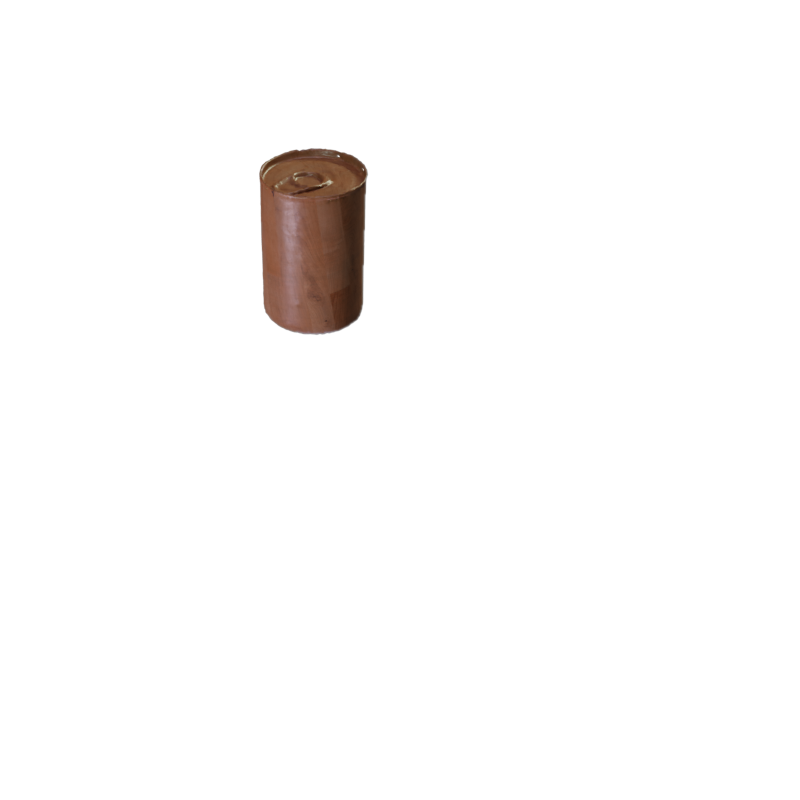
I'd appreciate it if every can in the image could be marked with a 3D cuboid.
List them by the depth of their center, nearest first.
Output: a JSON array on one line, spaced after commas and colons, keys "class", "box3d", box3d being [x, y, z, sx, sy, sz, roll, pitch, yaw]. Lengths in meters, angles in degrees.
[{"class": "can", "box3d": [-0.056, -0.102, 0.716, 0.068, 0.096, 0.073, 0, 34, -3]}]
